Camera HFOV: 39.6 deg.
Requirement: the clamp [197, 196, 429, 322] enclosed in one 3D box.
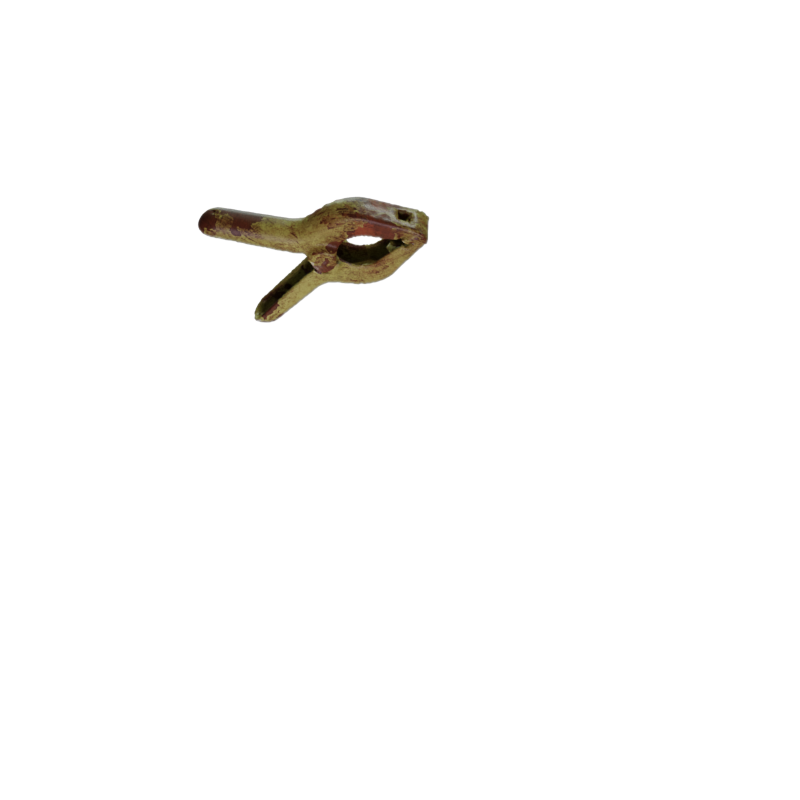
[{"bbox_3d":[-0.066,-0.121,0.846,0.173,0.042,0.111,-18,-41,22],"label":"clamp"}]
